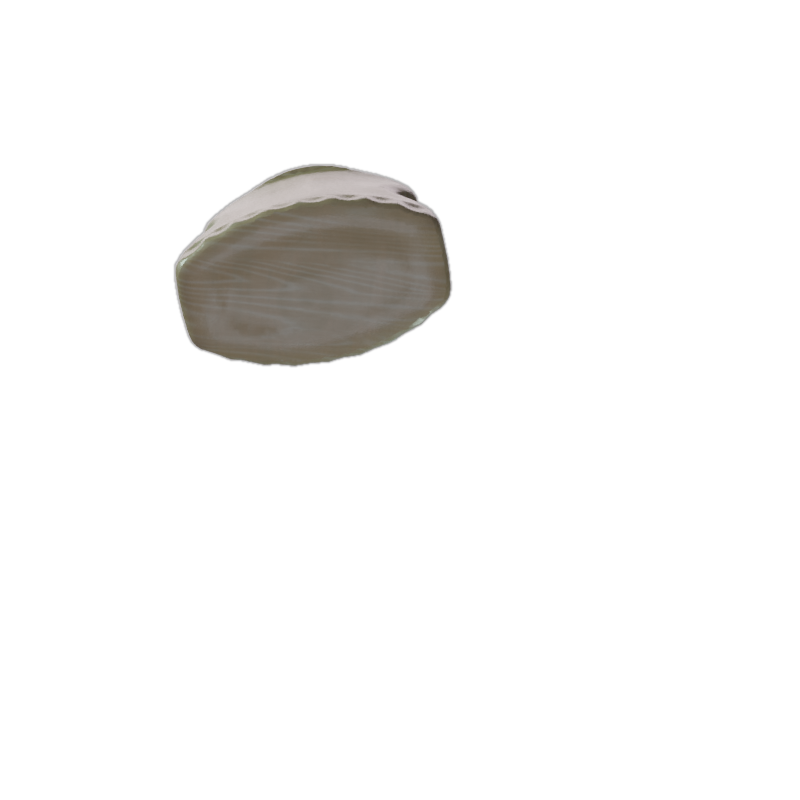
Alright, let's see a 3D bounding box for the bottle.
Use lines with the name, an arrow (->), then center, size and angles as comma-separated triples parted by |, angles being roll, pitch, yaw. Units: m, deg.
bottle -> -0.037, -0.067, 0.473 | 0.096, 0.056, 0.198 | -12, 17, 0
